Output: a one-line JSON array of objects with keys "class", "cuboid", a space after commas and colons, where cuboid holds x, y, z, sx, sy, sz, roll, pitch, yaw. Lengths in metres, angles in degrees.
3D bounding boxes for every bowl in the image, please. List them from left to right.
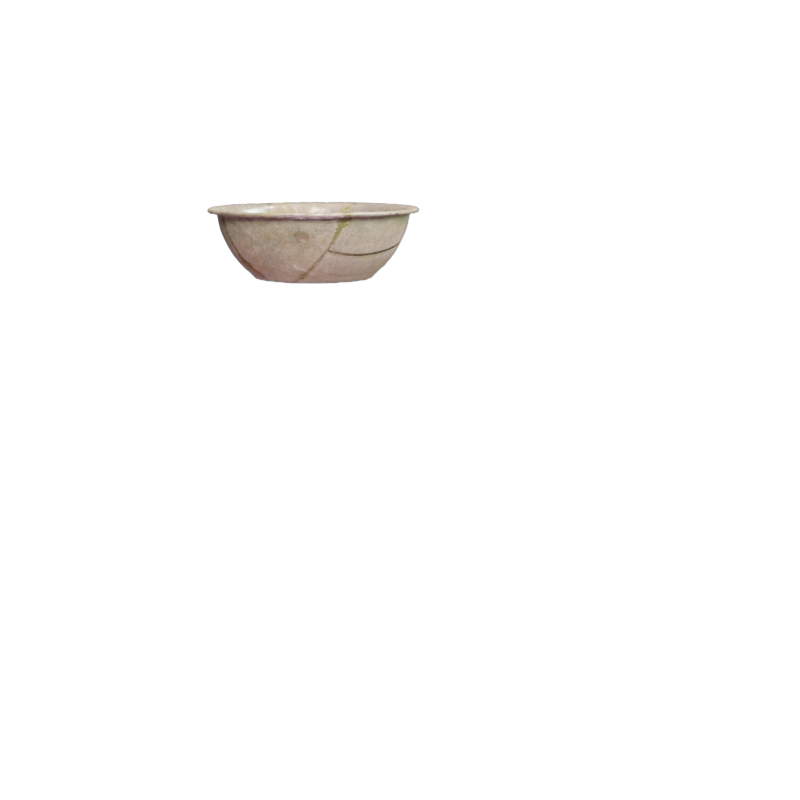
[{"class": "bowl", "cuboid": [-0.066, -0.121, 0.849, 0.162, 0.054, 0.166, 0, 12, -2]}]
